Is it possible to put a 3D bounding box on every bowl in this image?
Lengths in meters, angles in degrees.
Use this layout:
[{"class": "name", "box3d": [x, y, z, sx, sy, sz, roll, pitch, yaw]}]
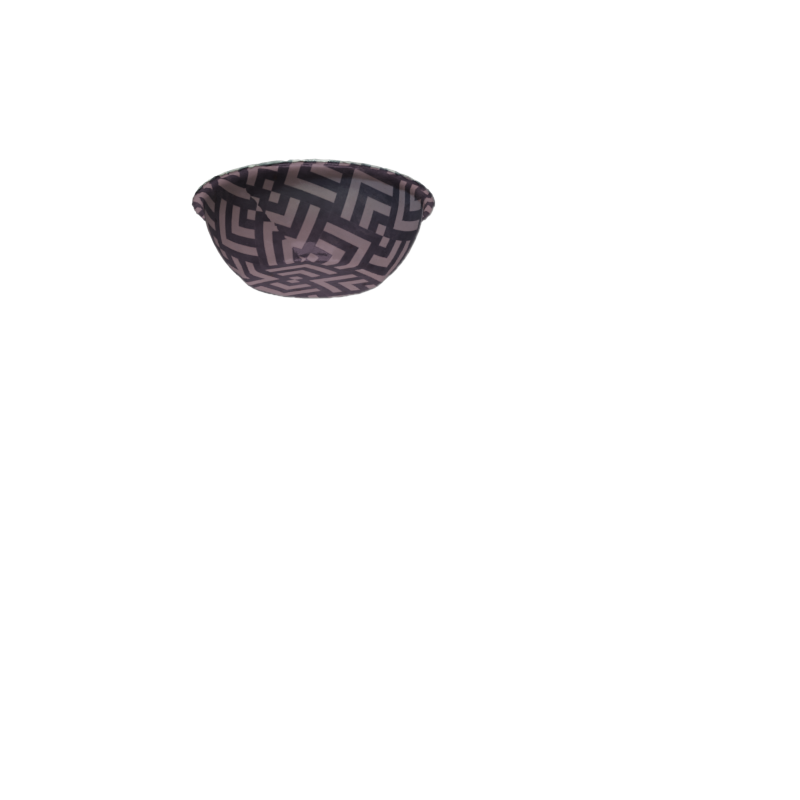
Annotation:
[{"class": "bowl", "box3d": [-0.057, -0.105, 0.734, 0.162, 0.057, 0.157, 0, -11, -2]}]
